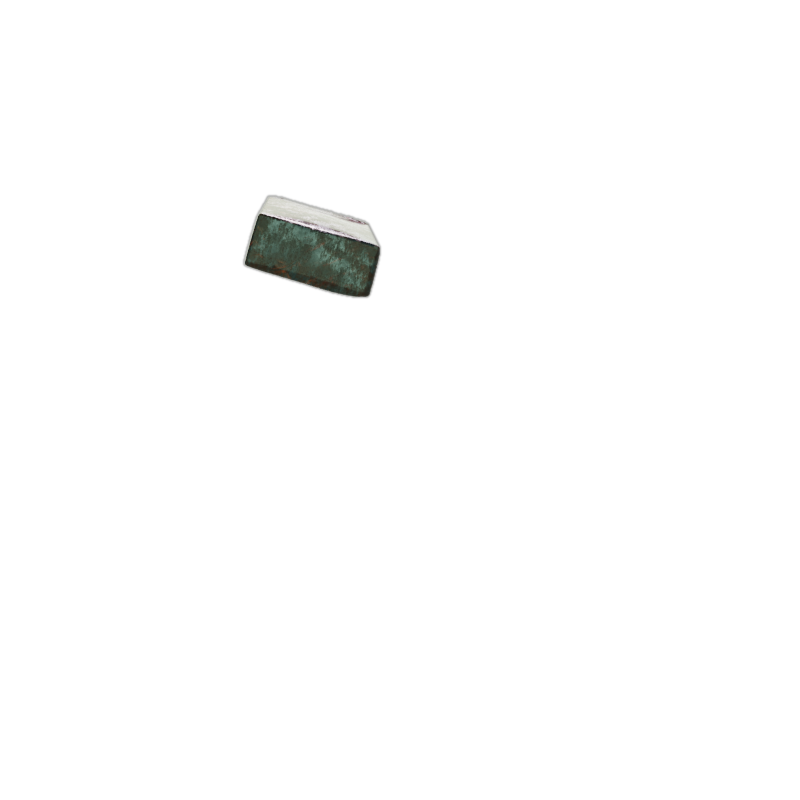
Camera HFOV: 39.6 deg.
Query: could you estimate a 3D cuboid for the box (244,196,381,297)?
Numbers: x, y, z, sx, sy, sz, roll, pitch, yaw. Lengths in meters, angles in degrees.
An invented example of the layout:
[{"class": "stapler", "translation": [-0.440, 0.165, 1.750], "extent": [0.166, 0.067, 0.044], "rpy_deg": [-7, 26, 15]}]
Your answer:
[{"class": "box", "translation": [-0.068, -0.124, 0.864], "extent": [0.092, 0.047, 0.182], "rpy_deg": [15, 15, -7]}]
